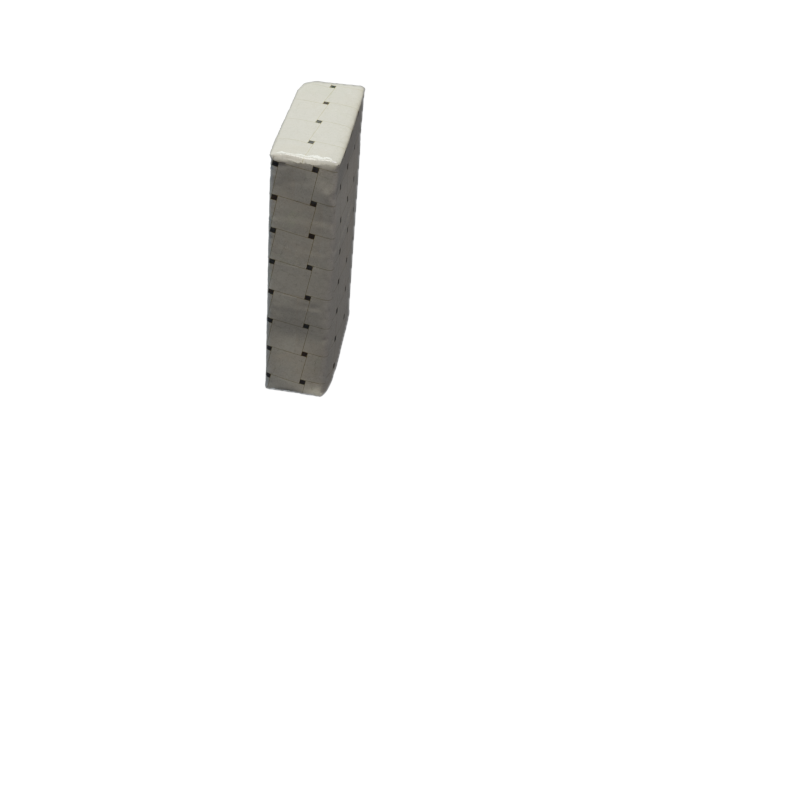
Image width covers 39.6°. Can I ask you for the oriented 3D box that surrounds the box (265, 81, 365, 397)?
[{"bbox_3d":[-0.054,-0.097,0.681,0.049,0.165,0.099,7,39,5],"label":"box"}]
